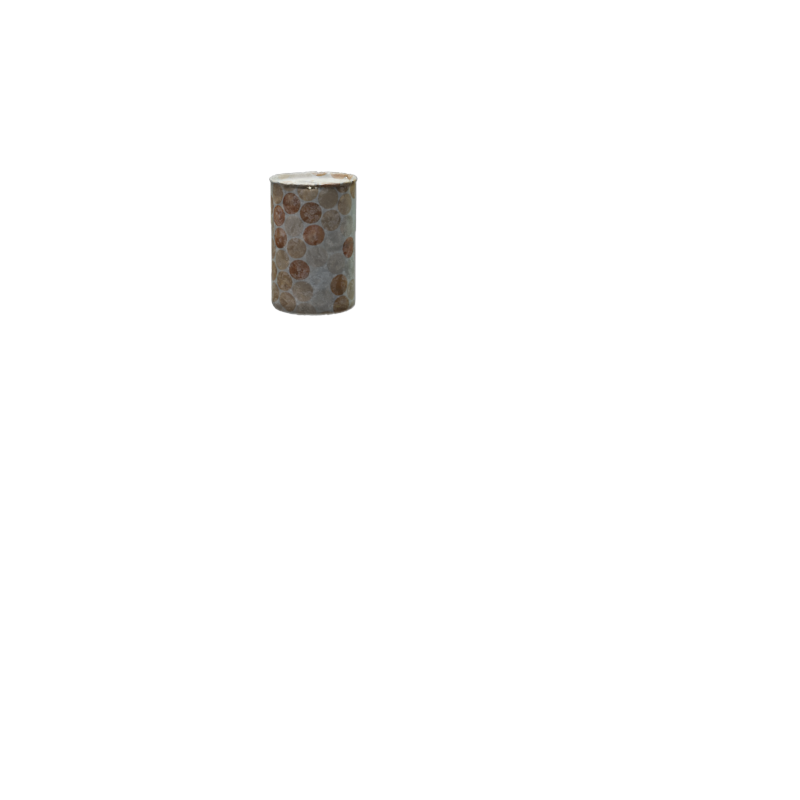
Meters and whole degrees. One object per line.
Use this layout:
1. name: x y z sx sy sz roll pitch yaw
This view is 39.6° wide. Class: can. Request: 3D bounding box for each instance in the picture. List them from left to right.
1. can: -0.067 -0.123 0.862 0.068 0.099 0.071 0 14 -2
